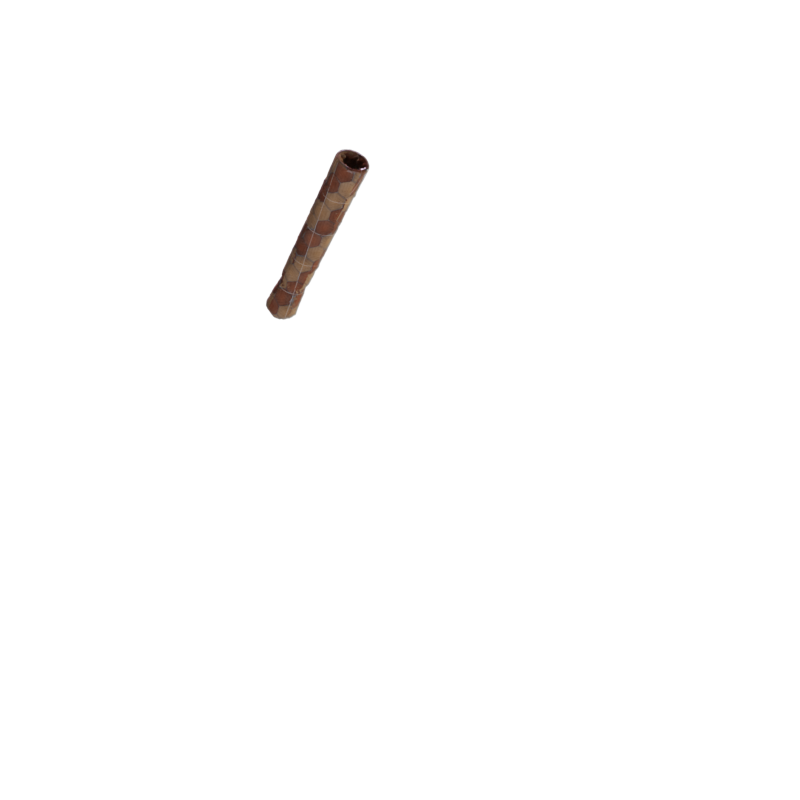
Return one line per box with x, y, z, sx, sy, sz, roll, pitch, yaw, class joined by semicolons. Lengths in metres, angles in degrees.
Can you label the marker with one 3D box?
-0.048;-0.087;0.610;0.019;0.021;0.116;-1;-39;-32;marker
